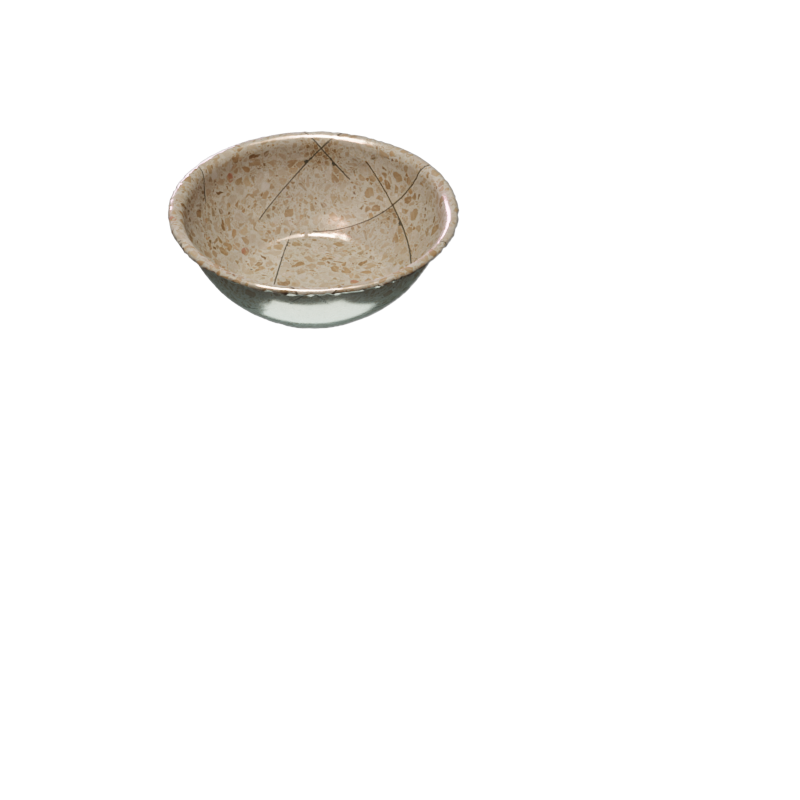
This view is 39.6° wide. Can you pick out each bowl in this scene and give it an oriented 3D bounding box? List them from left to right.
[{"bbox_3d":[-0.050,-0.090,0.633,0.162,0.051,0.174,-1,40,-2],"label":"bowl"}]
